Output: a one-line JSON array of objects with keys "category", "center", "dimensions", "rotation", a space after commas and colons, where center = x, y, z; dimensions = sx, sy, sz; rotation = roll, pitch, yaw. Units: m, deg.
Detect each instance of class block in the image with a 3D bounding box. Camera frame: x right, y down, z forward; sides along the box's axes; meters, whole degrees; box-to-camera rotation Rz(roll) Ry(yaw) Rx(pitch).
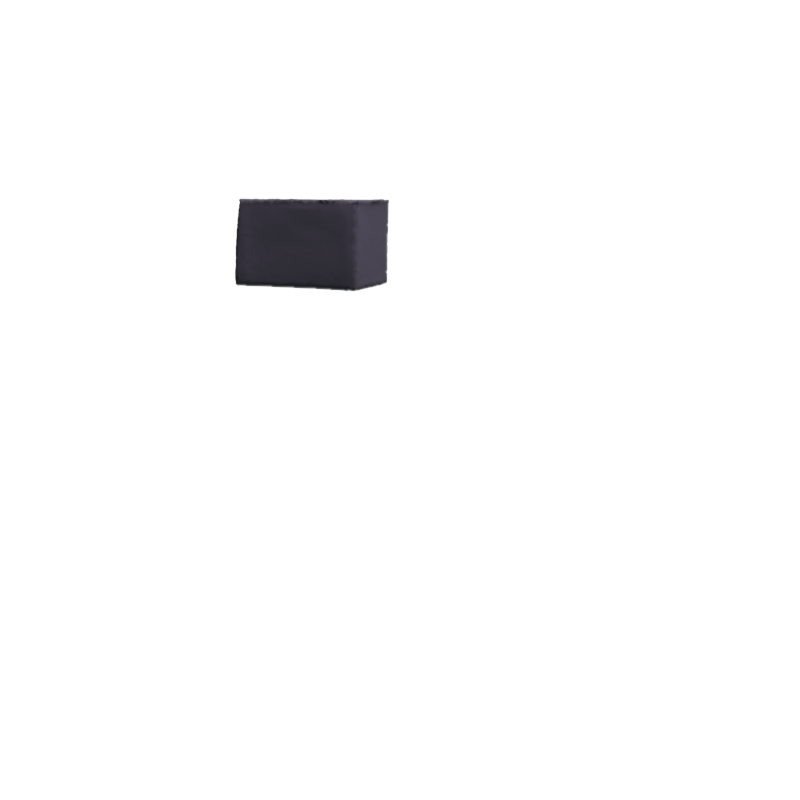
[{"category": "block", "center": [-0.051, -0.093, 0.653], "dimensions": [0.080, 0.051, 0.052], "rotation": [4, 8, 22]}]
